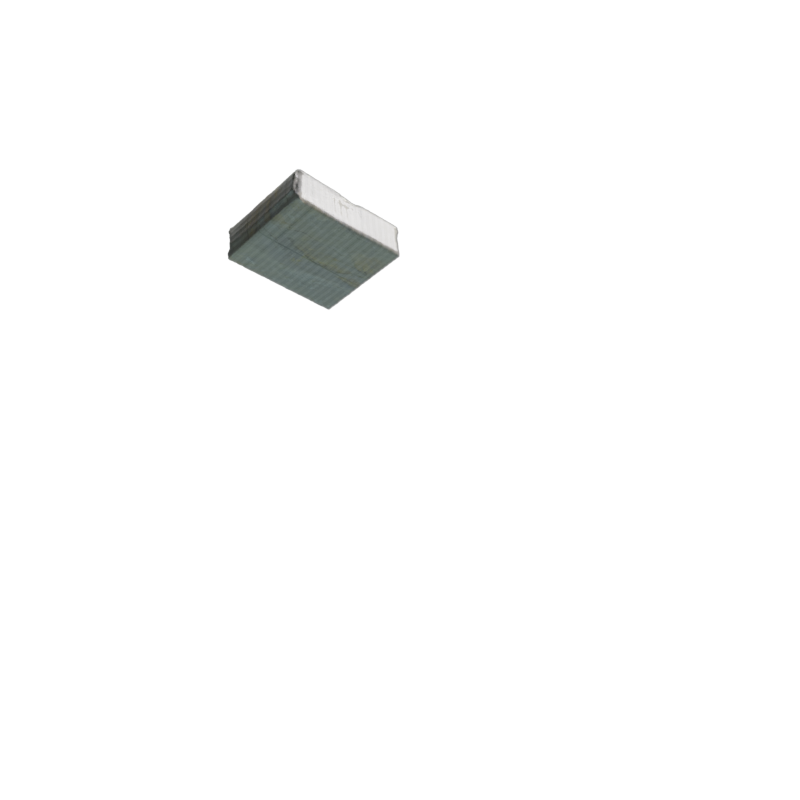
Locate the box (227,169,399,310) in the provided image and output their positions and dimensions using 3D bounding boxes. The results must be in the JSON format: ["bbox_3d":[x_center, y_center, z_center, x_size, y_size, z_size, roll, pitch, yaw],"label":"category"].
[{"bbox_3d":[-0.057,-0.104,0.727,0.084,0.032,0.072,28,-46,-31],"label":"box"}]
